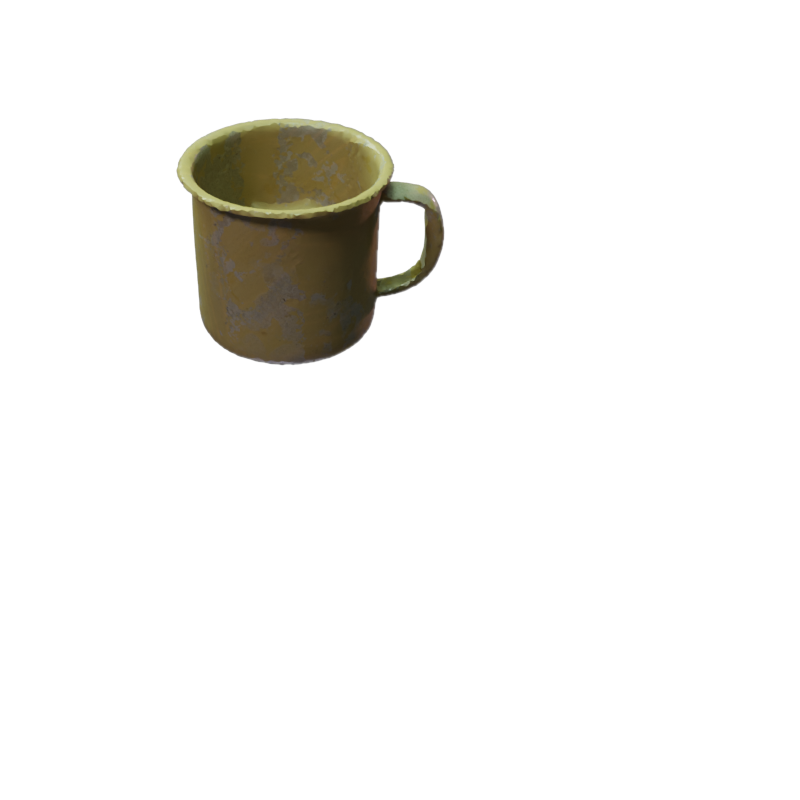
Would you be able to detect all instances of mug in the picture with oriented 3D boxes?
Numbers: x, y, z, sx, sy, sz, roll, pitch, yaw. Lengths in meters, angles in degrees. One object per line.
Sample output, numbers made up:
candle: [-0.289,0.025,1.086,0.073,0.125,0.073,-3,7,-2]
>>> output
mug: [-0.039,-0.071,0.497,0.116,0.076,0.100,-3,35,-6]
